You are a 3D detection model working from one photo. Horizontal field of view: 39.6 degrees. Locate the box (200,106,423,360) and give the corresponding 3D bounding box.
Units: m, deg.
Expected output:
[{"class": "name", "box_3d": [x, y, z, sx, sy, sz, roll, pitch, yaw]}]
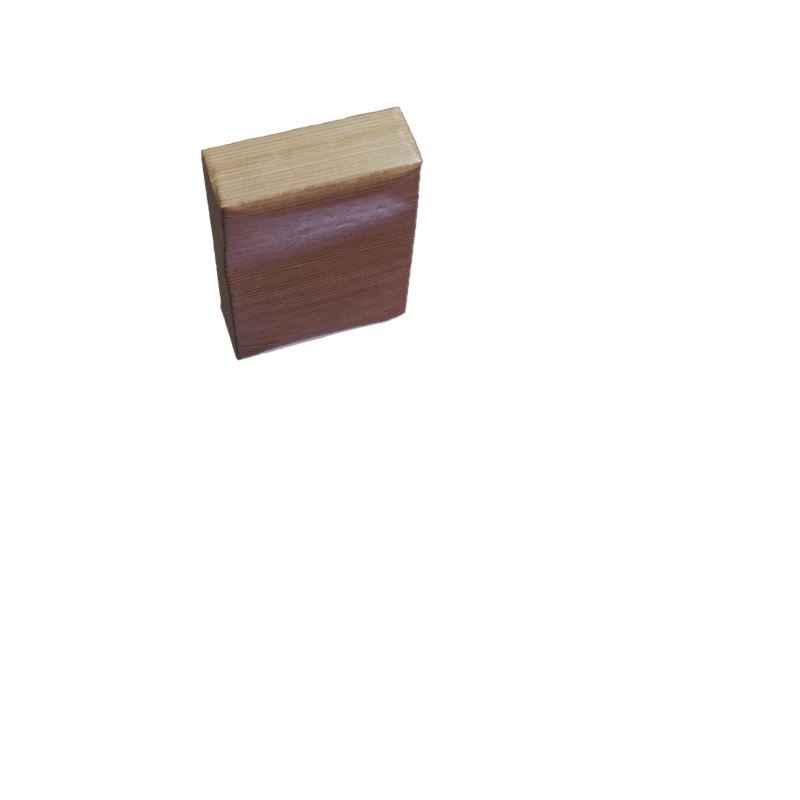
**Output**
[{"class": "box", "box_3d": [-0.073, -0.132, 0.927, 0.163, 0.077, 0.200, -15, -30, -12]}]
